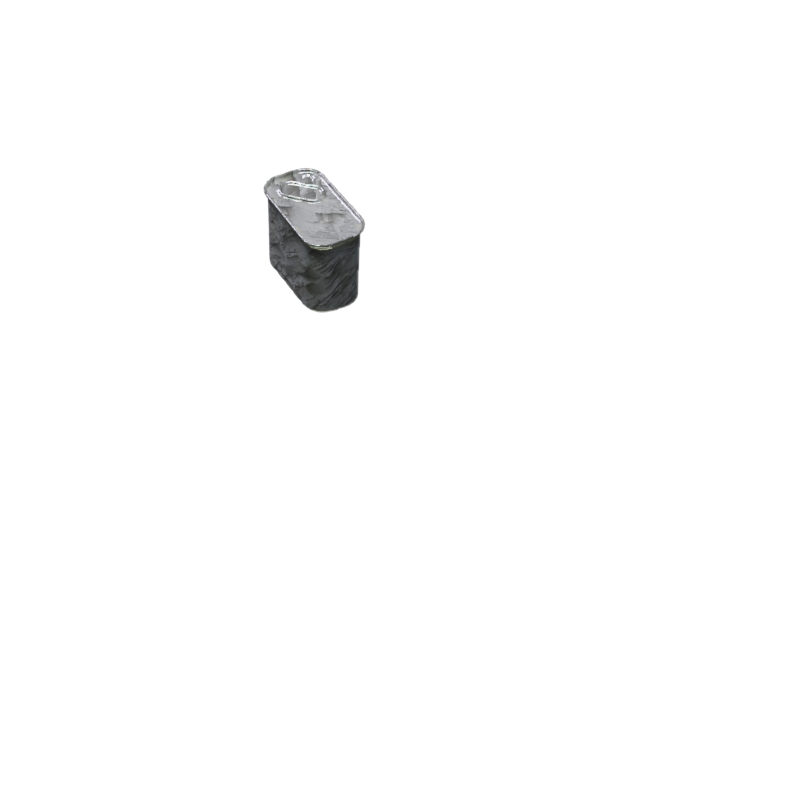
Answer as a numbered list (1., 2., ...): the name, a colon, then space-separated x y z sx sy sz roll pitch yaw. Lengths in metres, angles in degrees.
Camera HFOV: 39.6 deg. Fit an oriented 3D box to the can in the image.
1. can: -0.075 -0.137 0.961 0.057 0.078 0.110 -21 50 -22
